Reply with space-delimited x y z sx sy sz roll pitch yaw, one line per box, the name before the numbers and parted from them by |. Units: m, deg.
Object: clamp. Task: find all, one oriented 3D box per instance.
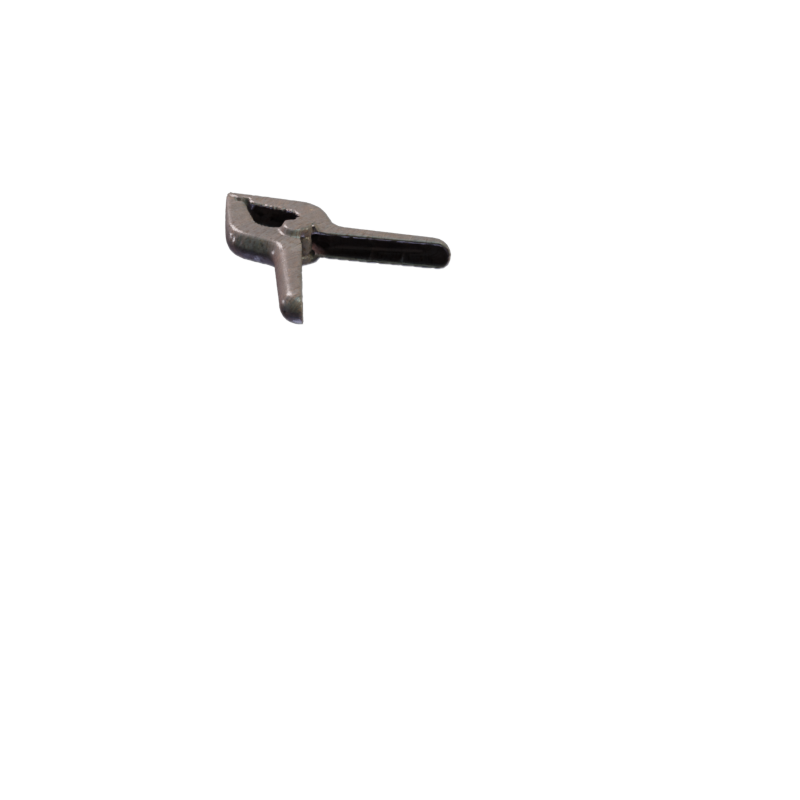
clamp | -0.073 -0.133 0.931 0.162 0.034 0.226 -18 35 -28
